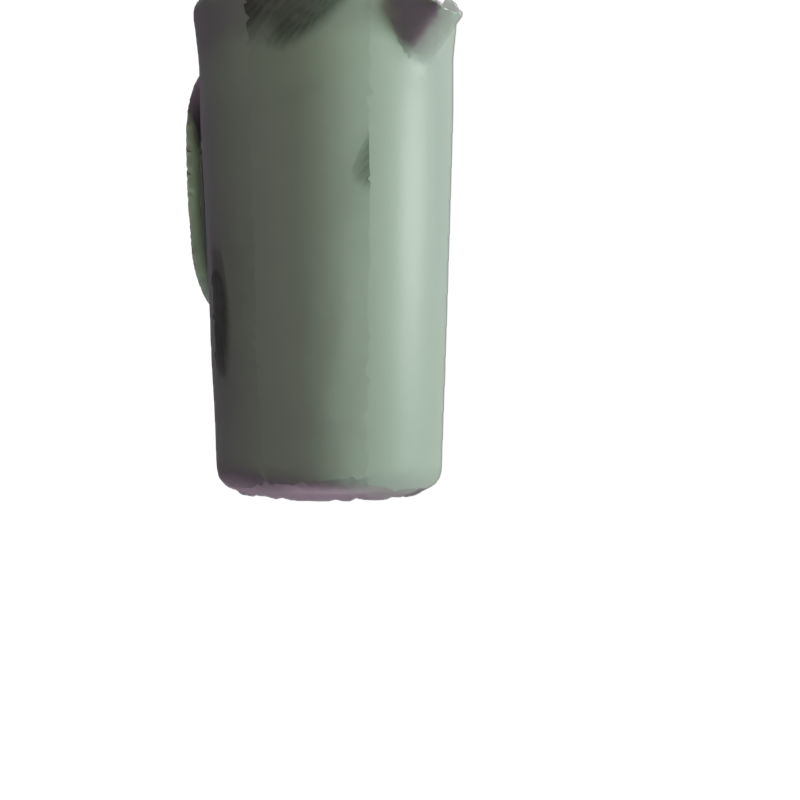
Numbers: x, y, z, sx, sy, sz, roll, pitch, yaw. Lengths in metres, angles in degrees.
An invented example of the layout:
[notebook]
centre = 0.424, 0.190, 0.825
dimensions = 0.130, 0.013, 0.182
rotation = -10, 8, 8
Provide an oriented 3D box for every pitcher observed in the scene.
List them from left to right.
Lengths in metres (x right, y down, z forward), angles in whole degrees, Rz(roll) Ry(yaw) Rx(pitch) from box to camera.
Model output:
[pitcher]
centre = -0.043, -0.079, 0.553
dimensions = 0.145, 0.247, 0.147
rotation = 0, -5, -1
